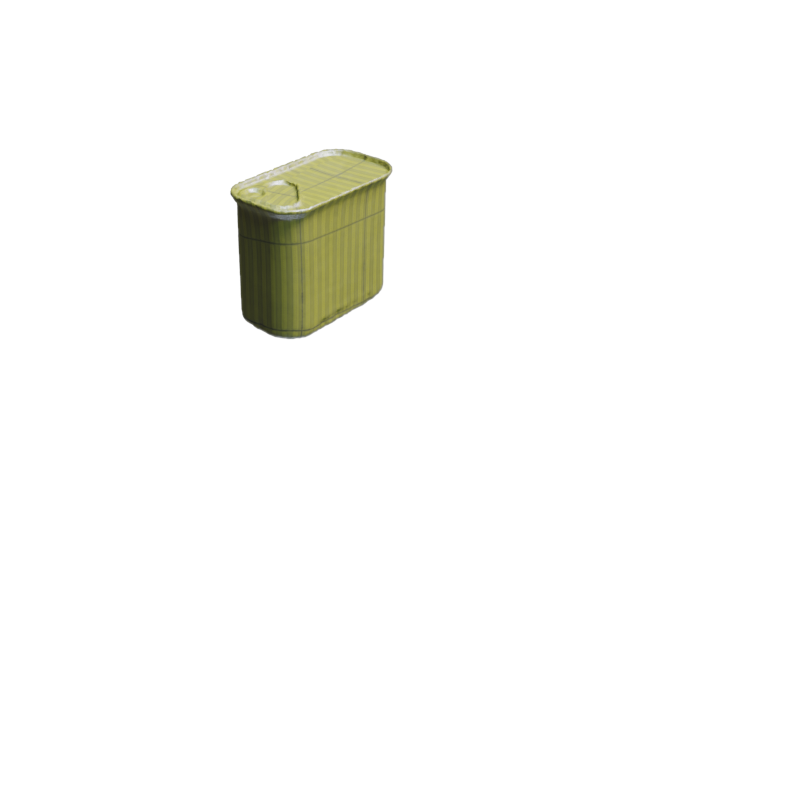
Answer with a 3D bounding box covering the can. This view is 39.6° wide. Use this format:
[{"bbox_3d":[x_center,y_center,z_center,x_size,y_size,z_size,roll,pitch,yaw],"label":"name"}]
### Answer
[{"bbox_3d":[-0.052,-0.095,0.667,0.061,0.079,0.102,21,35,33],"label":"can"}]
